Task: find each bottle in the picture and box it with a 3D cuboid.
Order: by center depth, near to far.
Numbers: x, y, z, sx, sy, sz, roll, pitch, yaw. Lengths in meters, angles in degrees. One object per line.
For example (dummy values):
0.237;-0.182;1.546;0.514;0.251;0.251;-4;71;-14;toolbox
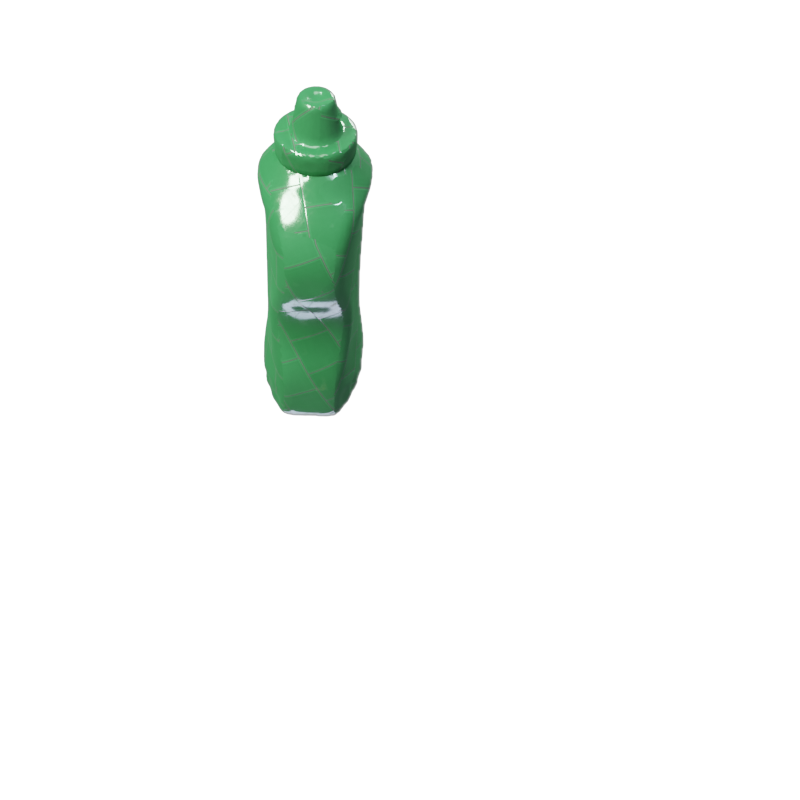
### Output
-0.046;-0.084;0.590;0.058;0.103;0.179;3;-42;-1;bottle
